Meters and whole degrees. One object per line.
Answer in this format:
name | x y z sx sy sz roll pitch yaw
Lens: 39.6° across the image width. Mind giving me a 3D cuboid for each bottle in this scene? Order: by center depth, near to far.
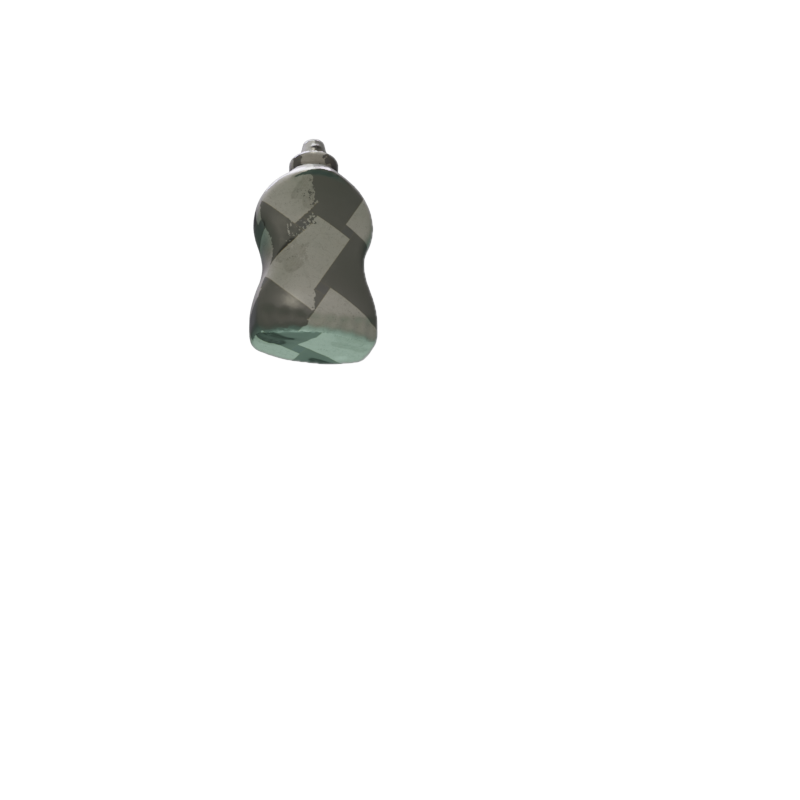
bottle | -0.069 -0.127 0.885 0.094 0.204 0.056 5 -30 -13
